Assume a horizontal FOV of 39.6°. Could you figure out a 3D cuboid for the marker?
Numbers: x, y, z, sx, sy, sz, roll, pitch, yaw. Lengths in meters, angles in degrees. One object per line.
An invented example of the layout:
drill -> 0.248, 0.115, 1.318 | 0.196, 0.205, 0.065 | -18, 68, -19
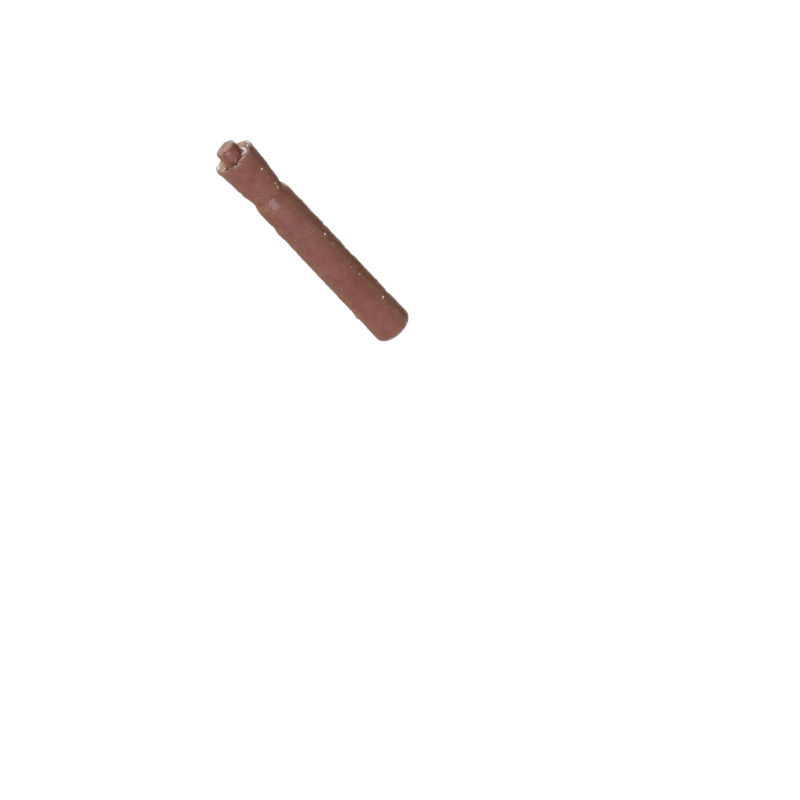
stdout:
marker -> -0.038, -0.069, 0.485 | 0.113, 0.020, 0.020 | 45, -24, -30
